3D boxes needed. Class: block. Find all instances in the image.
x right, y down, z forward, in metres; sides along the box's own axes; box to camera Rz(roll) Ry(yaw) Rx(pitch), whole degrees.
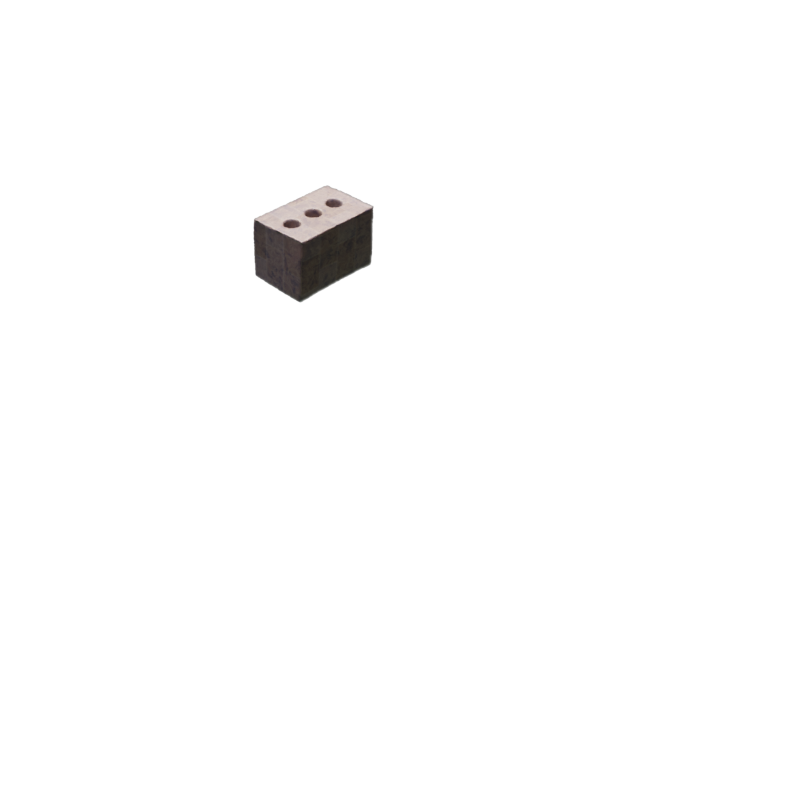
[{"bbox_3d":[-0.065,-0.119,0.831,0.056,0.048,0.078,28,44,33],"label":"block"}]
